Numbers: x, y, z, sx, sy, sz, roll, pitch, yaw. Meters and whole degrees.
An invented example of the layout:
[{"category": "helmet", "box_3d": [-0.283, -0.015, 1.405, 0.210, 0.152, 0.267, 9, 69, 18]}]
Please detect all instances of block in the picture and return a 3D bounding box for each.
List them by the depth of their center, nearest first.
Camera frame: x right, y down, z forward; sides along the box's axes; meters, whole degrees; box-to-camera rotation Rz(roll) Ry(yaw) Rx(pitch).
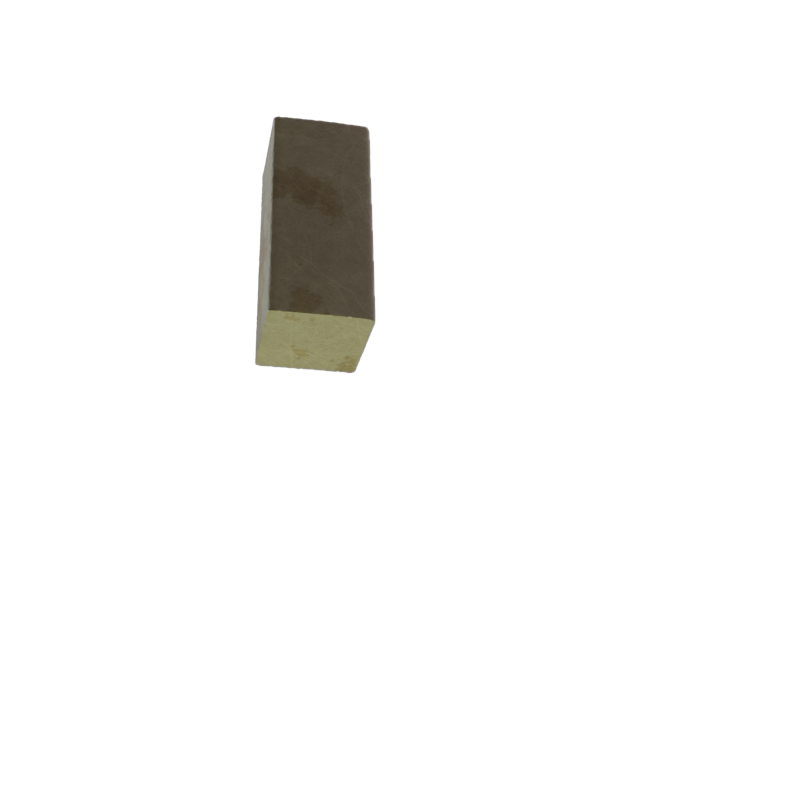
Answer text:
[{"category": "block", "box_3d": [-0.075, -0.139, 0.973, 0.089, 0.220, 0.086, 5, -34, -11]}]
